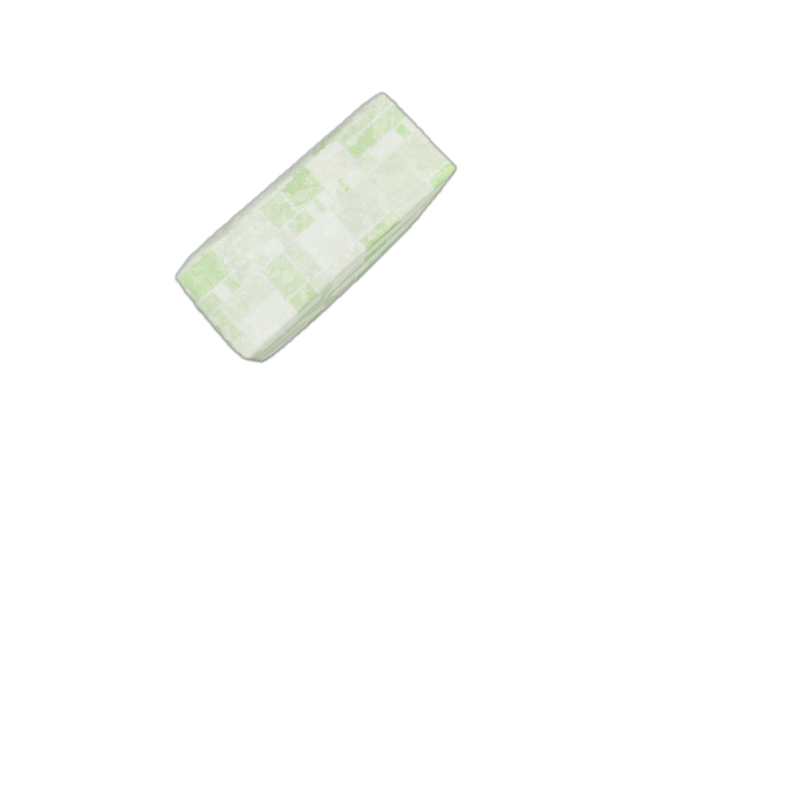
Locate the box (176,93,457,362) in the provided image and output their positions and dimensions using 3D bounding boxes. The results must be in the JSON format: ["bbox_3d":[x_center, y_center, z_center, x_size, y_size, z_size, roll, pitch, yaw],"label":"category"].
[{"bbox_3d":[-0.057,-0.104,0.728,0.164,0.072,0.213,-43,3,-3],"label":"box"}]
